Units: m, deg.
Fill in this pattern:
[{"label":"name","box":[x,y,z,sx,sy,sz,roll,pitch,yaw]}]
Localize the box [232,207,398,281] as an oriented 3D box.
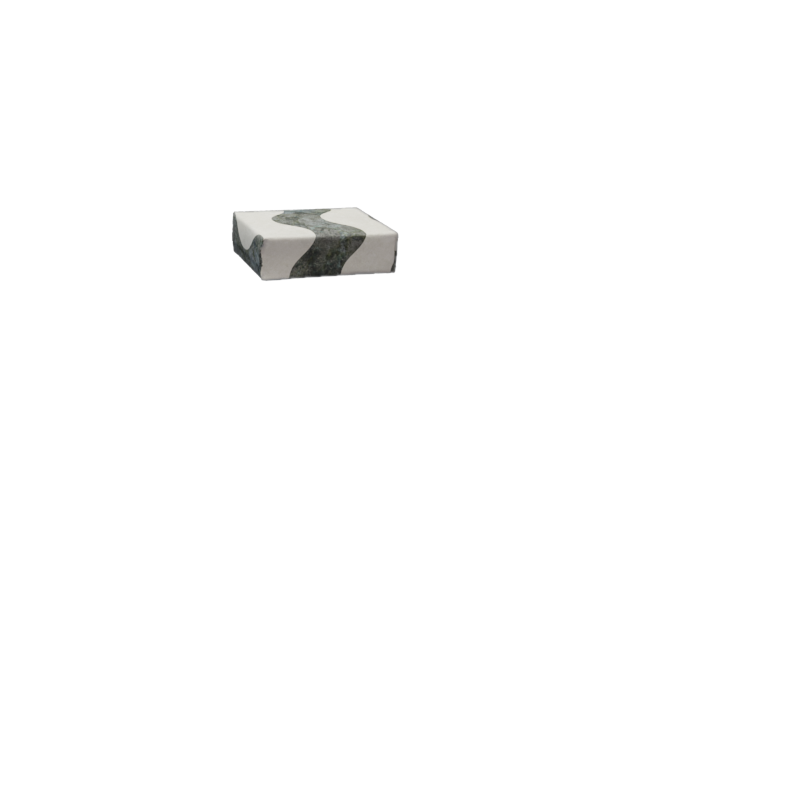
[{"label":"box","box":[-0.069,-0.126,0.885,0.111,0.037,0.095,-7,22,-19]}]
